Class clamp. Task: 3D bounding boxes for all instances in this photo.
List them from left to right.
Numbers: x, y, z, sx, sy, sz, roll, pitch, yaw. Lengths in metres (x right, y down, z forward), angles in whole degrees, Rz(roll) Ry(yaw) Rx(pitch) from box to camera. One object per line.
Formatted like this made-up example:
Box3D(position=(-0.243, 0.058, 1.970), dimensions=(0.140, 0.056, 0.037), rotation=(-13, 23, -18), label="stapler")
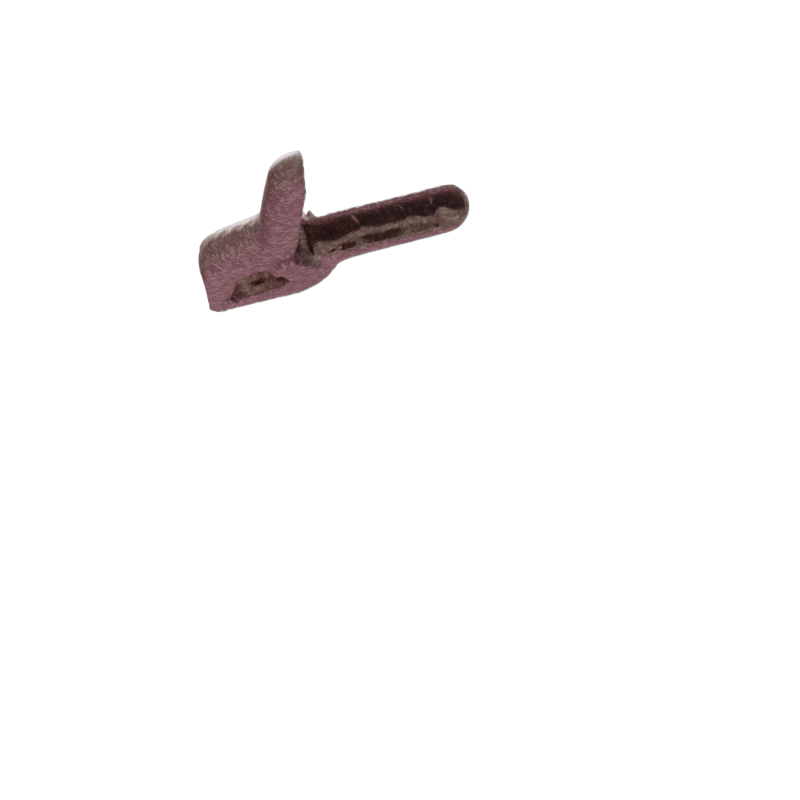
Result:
Box3D(position=(-0.048, -0.087, 0.608), dimensions=(0.115, 0.041, 0.171), rotation=(9, -17, -29), label="clamp")
